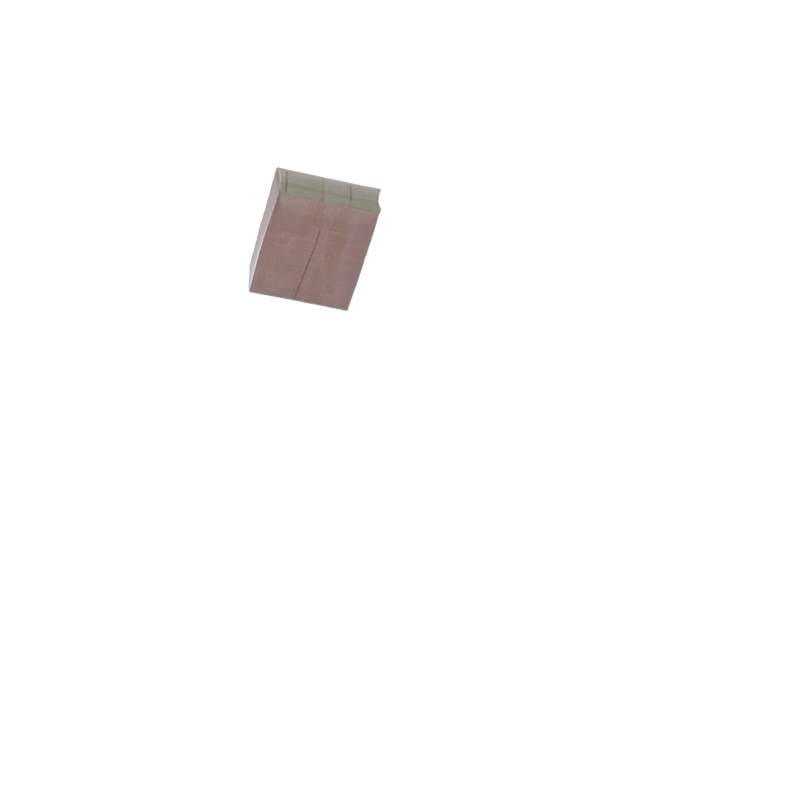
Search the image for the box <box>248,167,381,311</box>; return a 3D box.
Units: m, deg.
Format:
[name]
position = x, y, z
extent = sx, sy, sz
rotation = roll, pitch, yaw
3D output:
[box]
position = -0.073, -0.133, 0.931
extent = 0.088, 0.108, 0.042
rotation = 12, 41, -11
